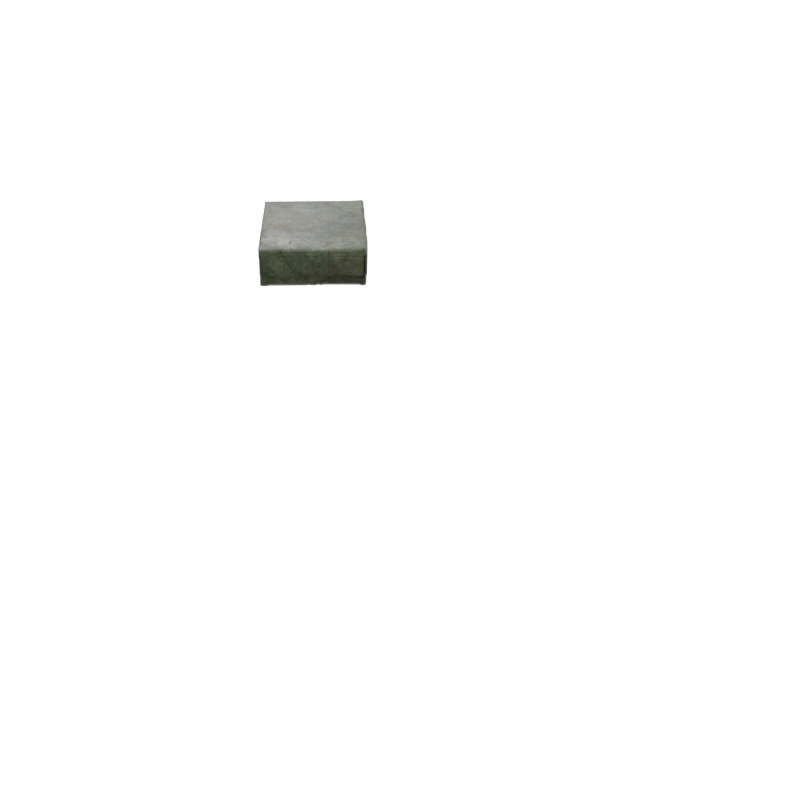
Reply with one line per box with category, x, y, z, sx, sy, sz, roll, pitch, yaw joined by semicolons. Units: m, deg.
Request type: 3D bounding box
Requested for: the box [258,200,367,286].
box;-0.075;-0.137;0.956;0.090;0.037;0.120;-1;28;-2
